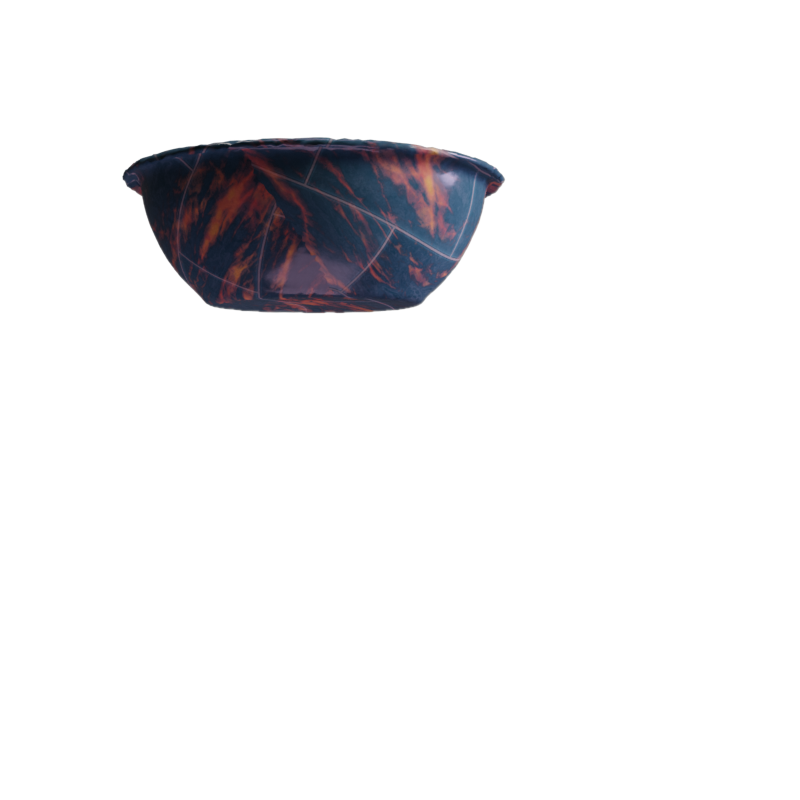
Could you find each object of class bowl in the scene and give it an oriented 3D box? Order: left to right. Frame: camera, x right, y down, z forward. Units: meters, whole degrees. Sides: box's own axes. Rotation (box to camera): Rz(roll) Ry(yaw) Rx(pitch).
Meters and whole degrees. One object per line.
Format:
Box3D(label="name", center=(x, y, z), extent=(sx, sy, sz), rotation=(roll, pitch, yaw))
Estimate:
Box3D(label="bowl", center=(-0.037, -0.068, 0.473), extent=(0.162, 0.056, 0.161), rotation=(0, -1, -2))
